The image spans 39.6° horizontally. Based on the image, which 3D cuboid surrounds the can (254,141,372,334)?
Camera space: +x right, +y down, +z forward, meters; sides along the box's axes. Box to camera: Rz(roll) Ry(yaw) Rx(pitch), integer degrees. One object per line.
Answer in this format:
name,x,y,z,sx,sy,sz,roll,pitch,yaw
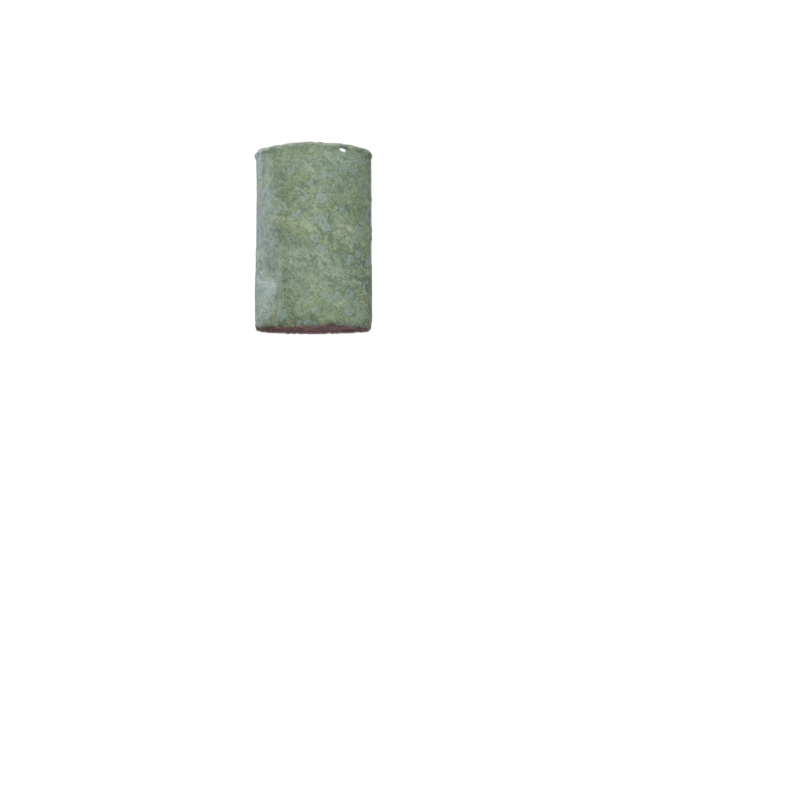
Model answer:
can,-0.049,-0.090,0.632,0.068,0.104,0.068,0,-5,-2
